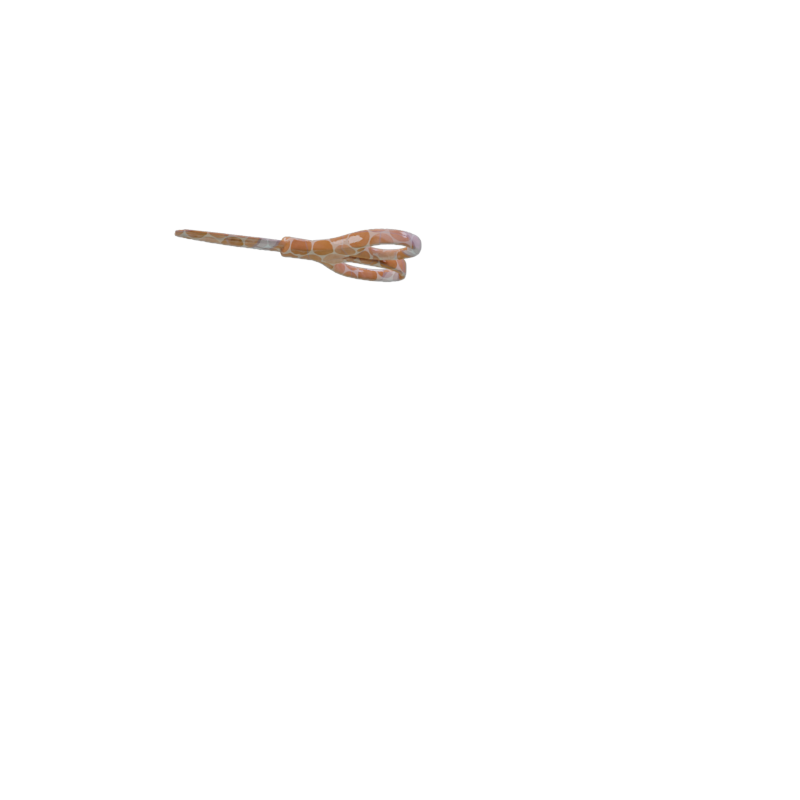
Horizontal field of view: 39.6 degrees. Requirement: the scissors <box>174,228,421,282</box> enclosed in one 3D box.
[{"bbox_3d":[-0.070,-0.127,0.889,0.192,0.016,0.096,11,-20,-32],"label":"scissors"}]
